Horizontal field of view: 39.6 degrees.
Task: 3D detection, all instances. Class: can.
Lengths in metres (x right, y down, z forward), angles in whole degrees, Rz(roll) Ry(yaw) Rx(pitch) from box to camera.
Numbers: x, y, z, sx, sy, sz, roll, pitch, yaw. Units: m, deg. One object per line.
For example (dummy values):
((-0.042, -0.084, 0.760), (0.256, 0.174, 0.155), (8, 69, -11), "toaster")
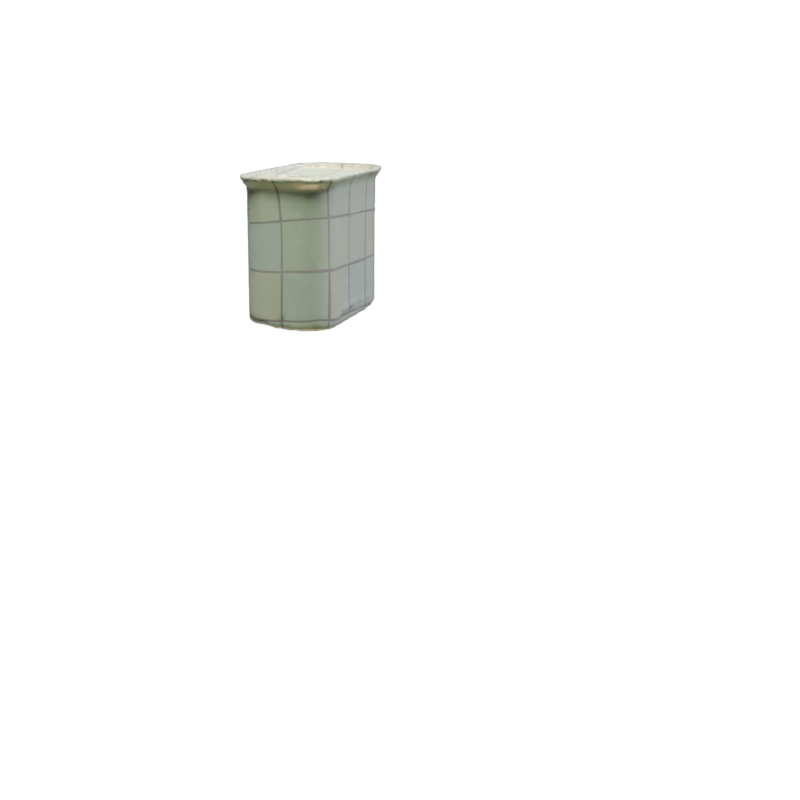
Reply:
((-0.050, -0.091, 0.637), (0.059, 0.082, 0.102), (4, 14, 18), "can")
